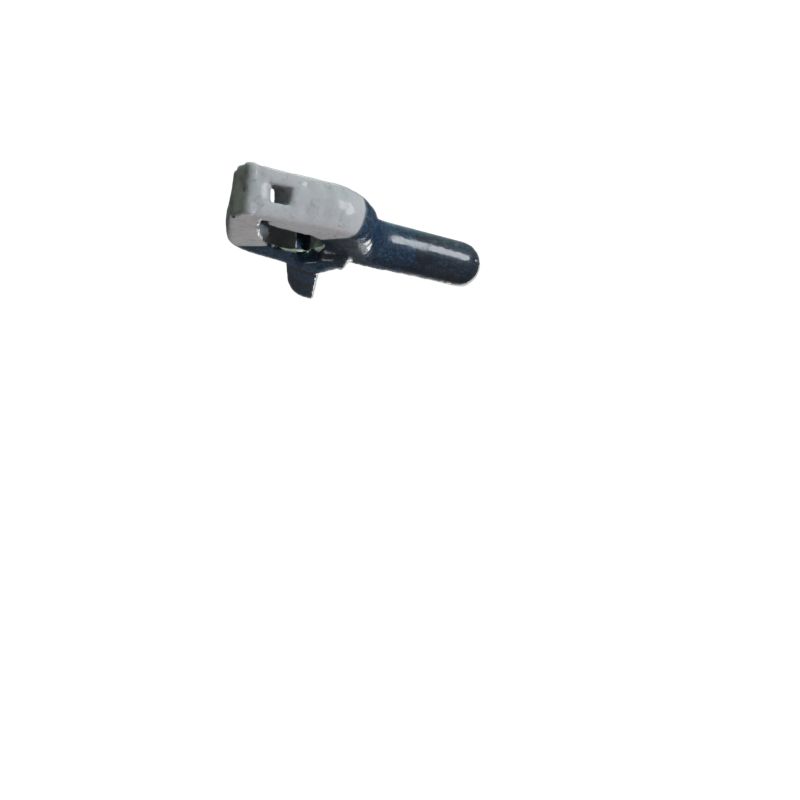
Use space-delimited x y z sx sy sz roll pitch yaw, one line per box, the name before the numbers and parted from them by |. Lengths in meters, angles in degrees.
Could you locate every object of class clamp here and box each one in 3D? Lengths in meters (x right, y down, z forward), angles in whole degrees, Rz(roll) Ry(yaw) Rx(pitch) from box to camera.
clamp | -0.047 -0.086 0.604 0.122 0.041 0.161 -11 -19 34
